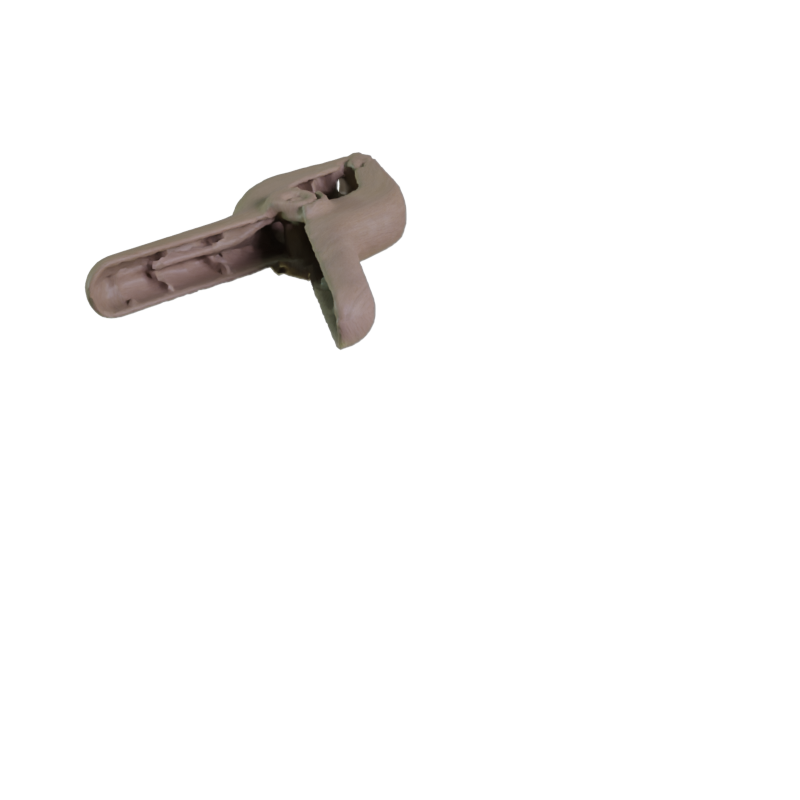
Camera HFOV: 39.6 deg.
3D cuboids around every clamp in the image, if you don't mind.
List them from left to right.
[{"bbox_3d":[-0.037,-0.068,0.477,0.126,0.037,0.174,17,36,24],"label":"clamp"}]
